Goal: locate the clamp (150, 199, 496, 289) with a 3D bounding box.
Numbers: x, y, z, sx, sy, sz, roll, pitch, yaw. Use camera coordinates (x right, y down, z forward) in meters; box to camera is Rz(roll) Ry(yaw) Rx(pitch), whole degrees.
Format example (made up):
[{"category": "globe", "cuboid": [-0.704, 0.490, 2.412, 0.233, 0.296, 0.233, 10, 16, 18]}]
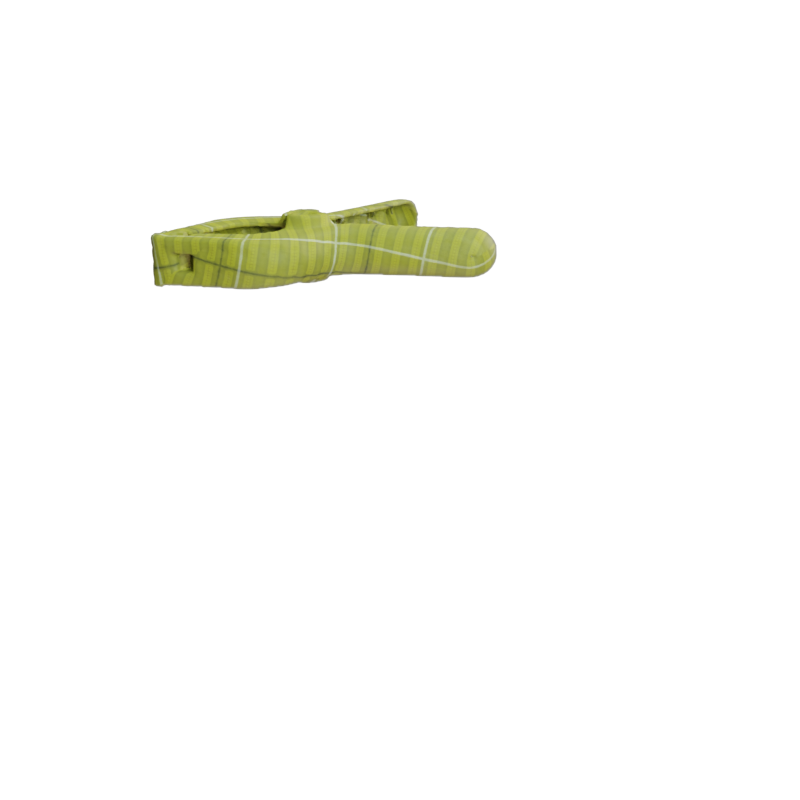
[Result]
[{"category": "clamp", "cuboid": [-0.046, -0.085, 0.594, 0.169, 0.038, 0.124, -2, 13, -9]}]
